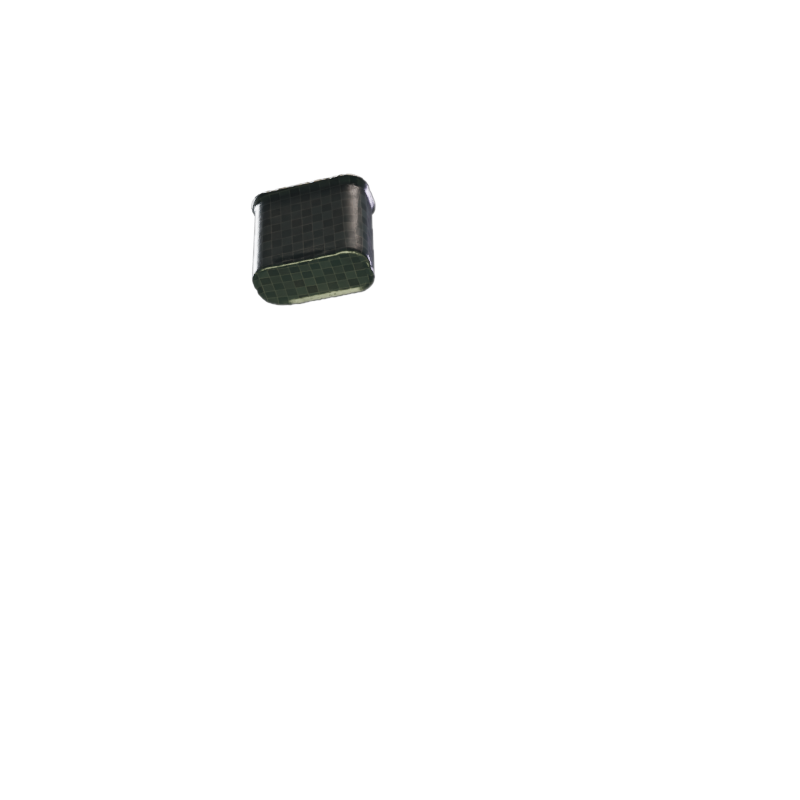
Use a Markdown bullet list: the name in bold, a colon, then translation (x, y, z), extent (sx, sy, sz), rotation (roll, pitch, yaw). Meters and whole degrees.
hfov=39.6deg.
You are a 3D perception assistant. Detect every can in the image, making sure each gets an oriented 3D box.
- **can**: translation (-0.071, -0.129, 0.903), extent (0.103, 0.090, 0.053), rotation (-11, -40, 11)
